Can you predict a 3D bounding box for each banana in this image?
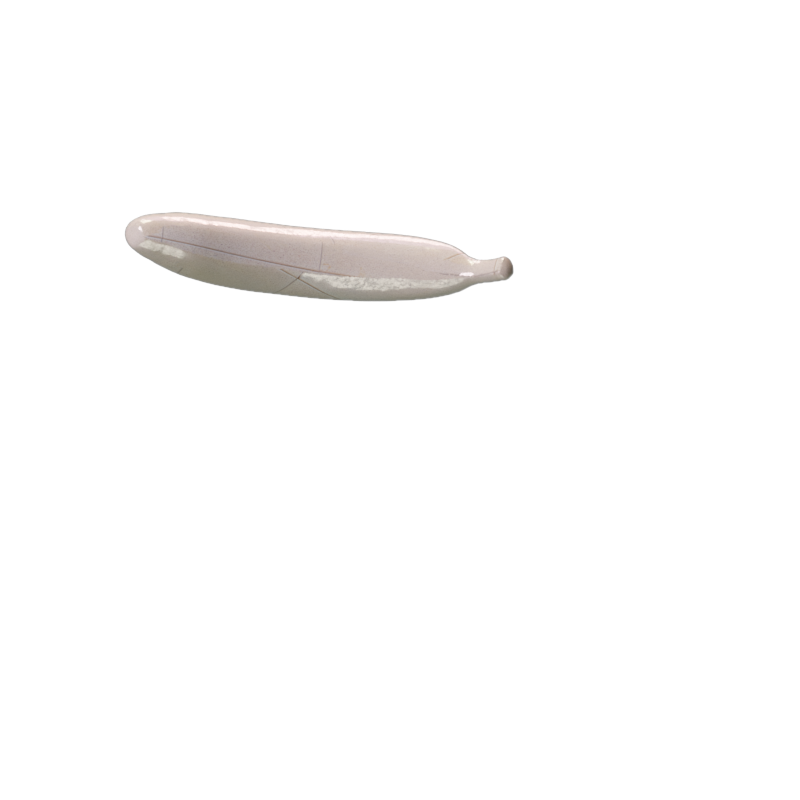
[{"bbox_3d":[-0.045,-0.077,0.584,0.195,0.038,0.068,3,-15,-11],"label":"banana"}]
